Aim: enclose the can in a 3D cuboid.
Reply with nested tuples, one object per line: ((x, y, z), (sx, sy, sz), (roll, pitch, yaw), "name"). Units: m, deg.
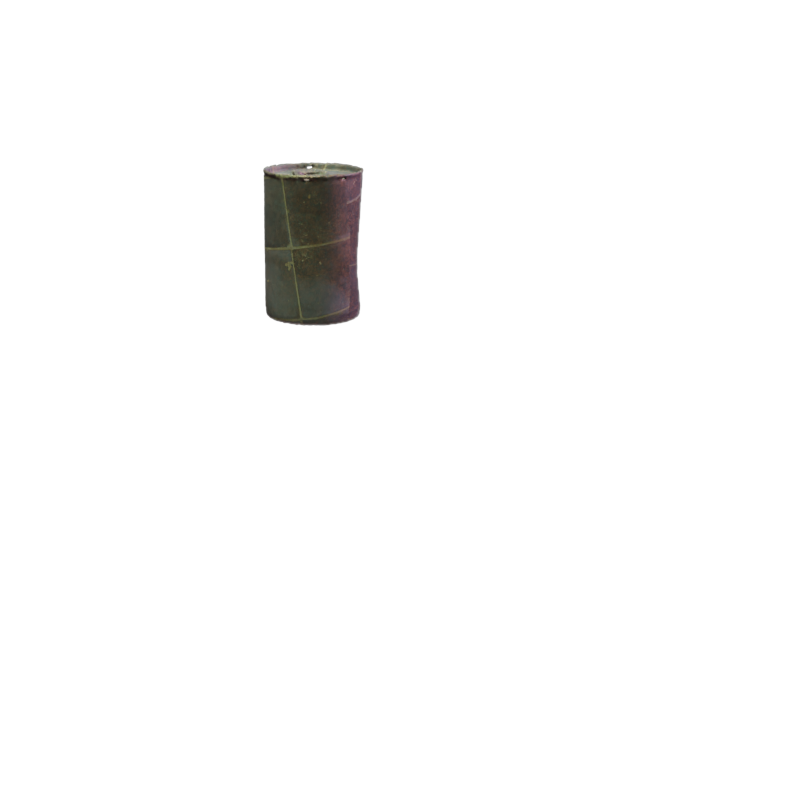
((-0.060, -0.109, 0.762), (0.068, 0.099, 0.071), (0, 14, -2), "can")
